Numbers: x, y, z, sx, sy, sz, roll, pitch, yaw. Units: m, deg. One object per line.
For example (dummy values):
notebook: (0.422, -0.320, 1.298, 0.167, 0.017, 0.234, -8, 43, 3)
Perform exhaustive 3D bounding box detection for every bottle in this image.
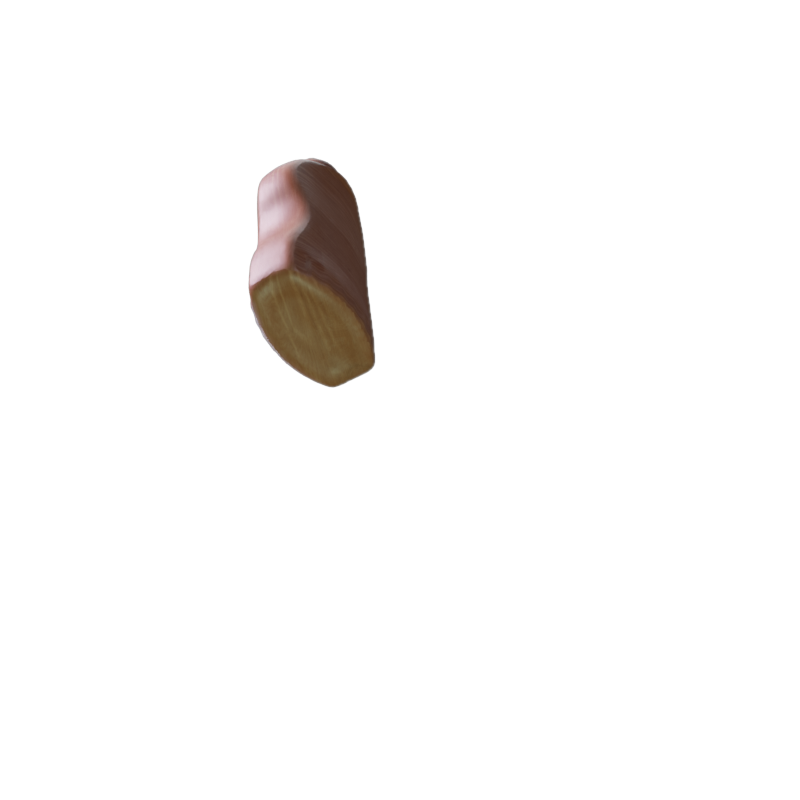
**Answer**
bottle: (-0.057, -0.104, 0.729, 0.058, 0.205, 0.090, -29, -55, 19)
